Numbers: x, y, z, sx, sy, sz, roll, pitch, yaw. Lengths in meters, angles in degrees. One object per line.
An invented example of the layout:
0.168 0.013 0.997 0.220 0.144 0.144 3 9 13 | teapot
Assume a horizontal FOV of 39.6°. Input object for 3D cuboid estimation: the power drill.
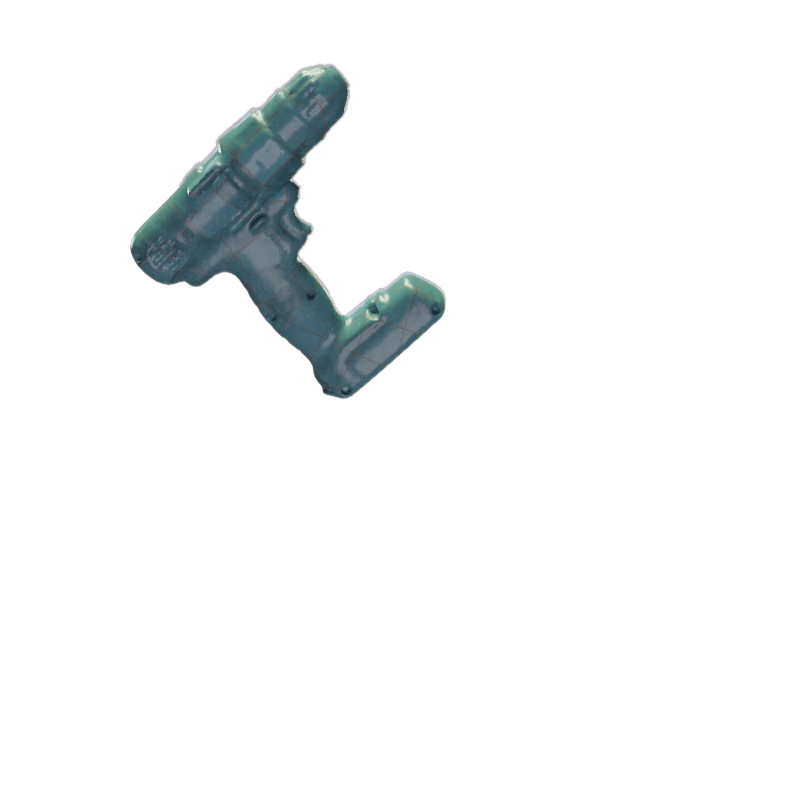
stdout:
-0.058 -0.106 0.744 0.183 0.181 0.060 -42 16 14 | power drill
